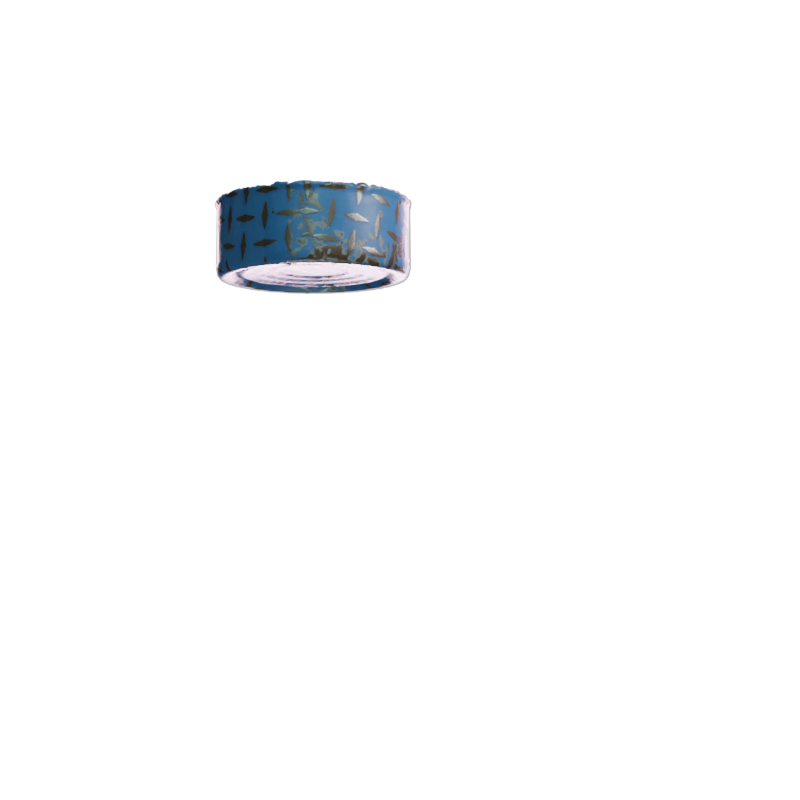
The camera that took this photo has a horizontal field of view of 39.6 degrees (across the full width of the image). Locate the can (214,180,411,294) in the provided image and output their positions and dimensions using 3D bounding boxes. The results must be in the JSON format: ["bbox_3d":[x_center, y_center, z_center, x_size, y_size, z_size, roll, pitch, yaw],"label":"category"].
[{"bbox_3d":[-0.038,-0.069,0.482,0.086,0.034,0.084,0,-5,-2],"label":"can"}]
